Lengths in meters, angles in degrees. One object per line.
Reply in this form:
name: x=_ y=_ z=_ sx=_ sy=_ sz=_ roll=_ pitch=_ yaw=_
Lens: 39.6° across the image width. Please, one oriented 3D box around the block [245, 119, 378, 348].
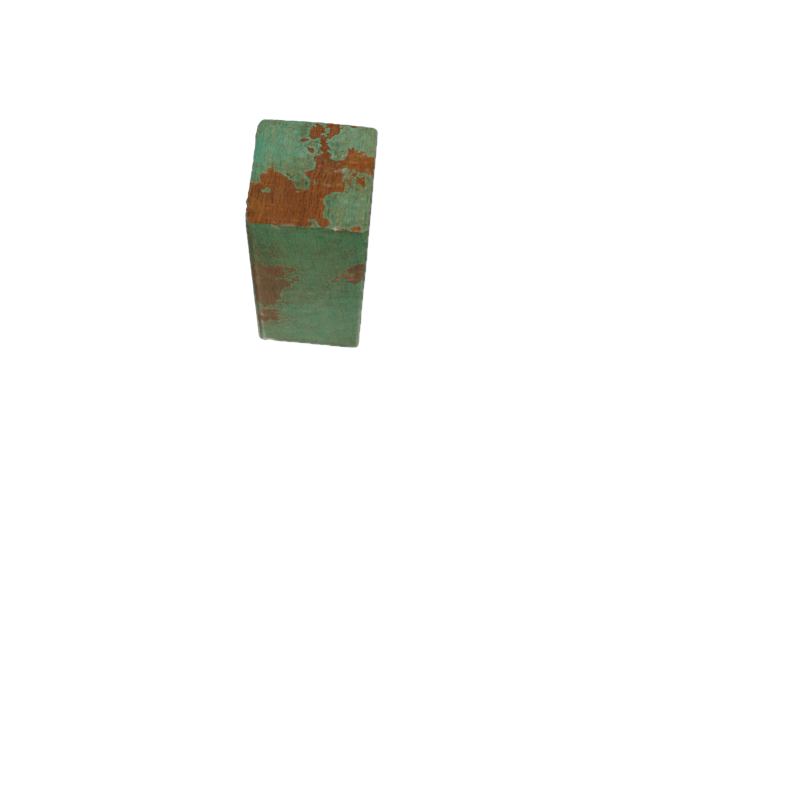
block: x=-0.070 y=-0.126 z=0.883 sx=0.090 sy=0.095 sz=0.196 roll=5 pitch=-22 yaw=-2
